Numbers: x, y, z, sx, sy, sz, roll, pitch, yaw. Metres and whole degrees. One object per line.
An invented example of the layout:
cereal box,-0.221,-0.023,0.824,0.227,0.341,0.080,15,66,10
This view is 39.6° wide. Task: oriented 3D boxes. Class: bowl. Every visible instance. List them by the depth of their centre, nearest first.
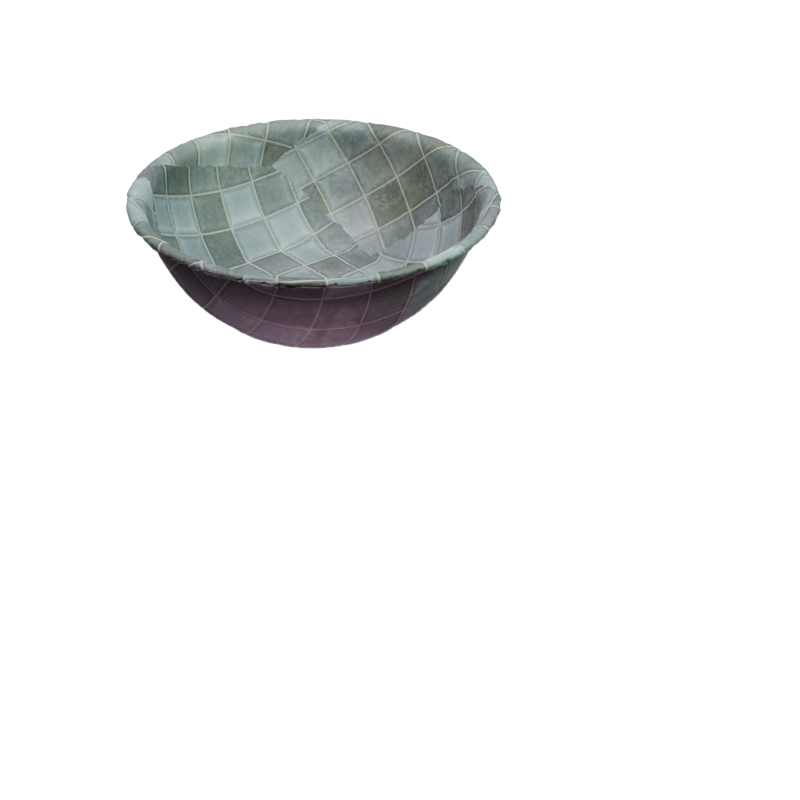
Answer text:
bowl,-0.039,-0.071,0.495,0.162,0.052,0.173,-1,34,-2
